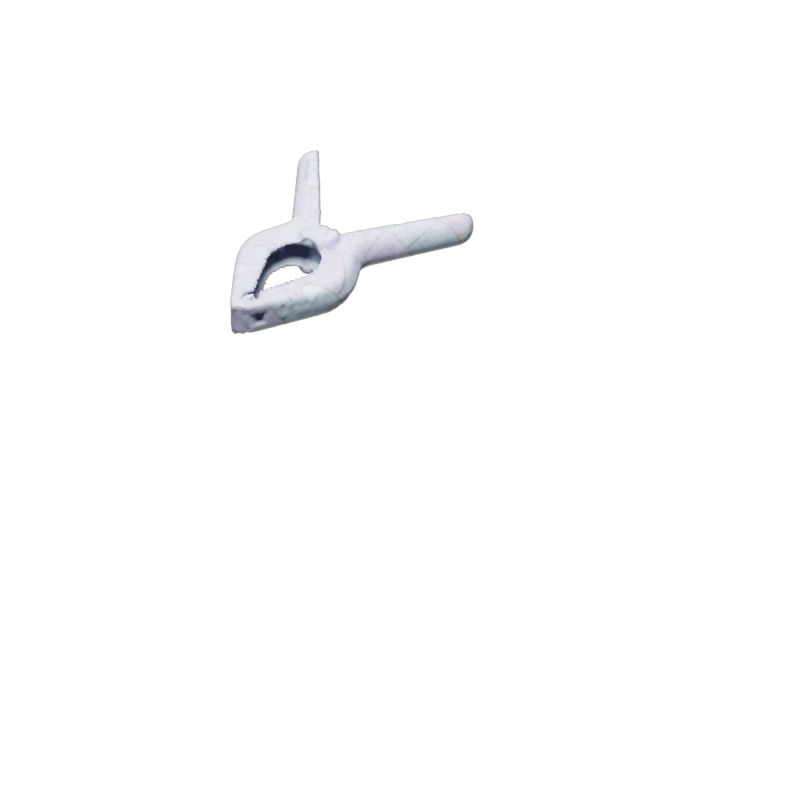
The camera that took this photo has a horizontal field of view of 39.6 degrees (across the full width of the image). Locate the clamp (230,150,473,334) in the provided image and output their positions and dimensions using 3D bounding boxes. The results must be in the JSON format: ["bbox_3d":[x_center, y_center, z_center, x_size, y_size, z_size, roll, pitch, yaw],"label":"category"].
[{"bbox_3d":[-0.067,-0.123,0.860,0.175,0.034,0.212,31,51,29],"label":"clamp"}]
